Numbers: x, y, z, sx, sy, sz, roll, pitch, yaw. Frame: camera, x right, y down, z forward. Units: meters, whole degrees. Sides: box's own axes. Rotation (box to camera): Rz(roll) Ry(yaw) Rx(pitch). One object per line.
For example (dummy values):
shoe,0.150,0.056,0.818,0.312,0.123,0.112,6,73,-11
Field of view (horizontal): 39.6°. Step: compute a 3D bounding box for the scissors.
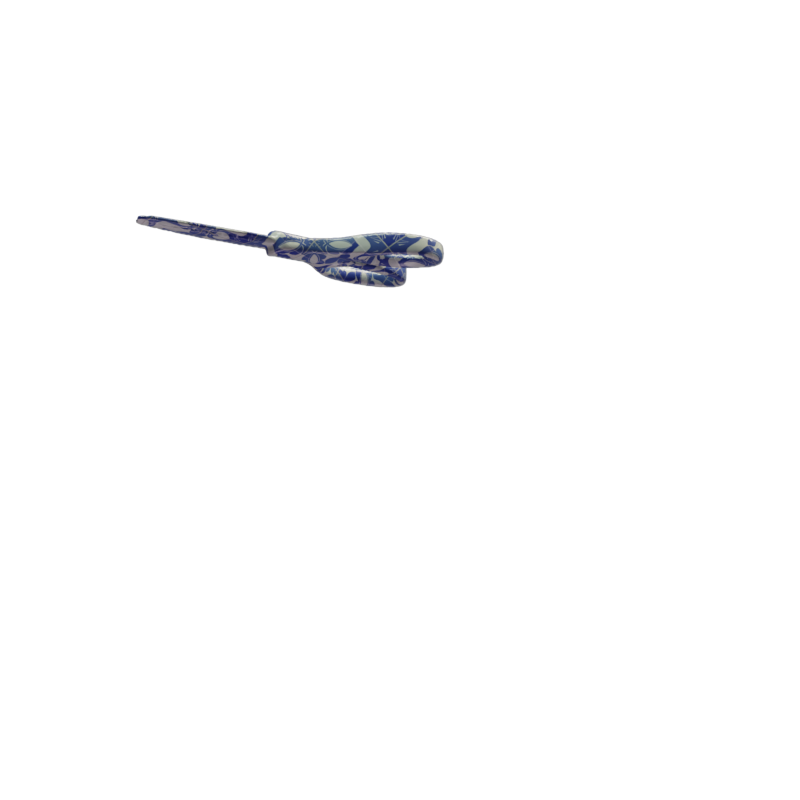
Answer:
scissors,-0.053,-0.097,0.680,0.098,0.016,0.191,-8,-12,40
